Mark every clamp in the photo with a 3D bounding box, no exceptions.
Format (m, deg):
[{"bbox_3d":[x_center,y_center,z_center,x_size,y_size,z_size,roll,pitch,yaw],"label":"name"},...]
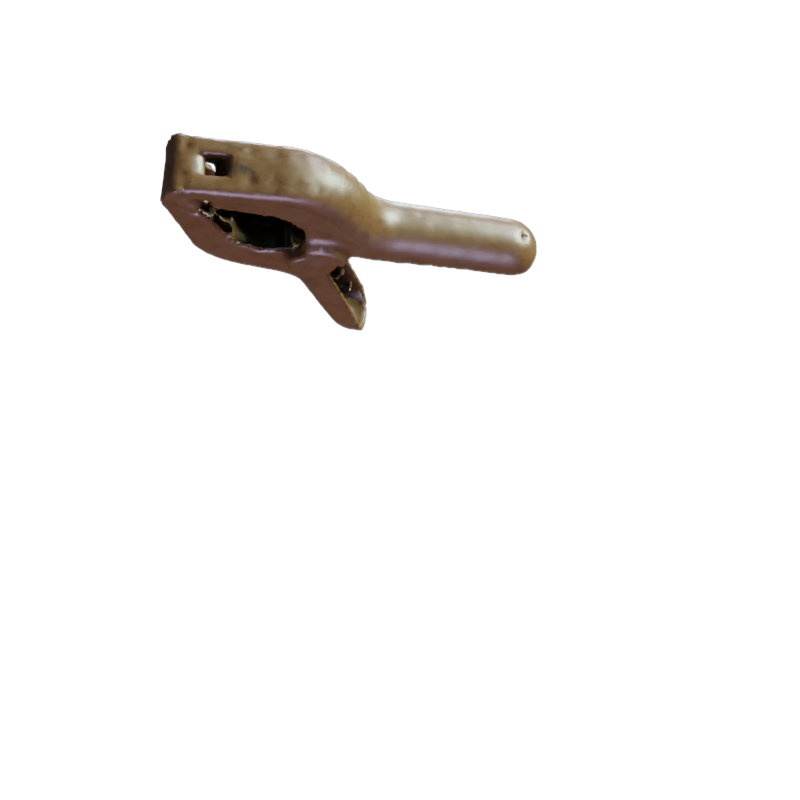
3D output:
[{"bbox_3d":[-0.039,-0.071,0.494,0.163,0.042,0.119,17,-31,-32],"label":"clamp"}]
